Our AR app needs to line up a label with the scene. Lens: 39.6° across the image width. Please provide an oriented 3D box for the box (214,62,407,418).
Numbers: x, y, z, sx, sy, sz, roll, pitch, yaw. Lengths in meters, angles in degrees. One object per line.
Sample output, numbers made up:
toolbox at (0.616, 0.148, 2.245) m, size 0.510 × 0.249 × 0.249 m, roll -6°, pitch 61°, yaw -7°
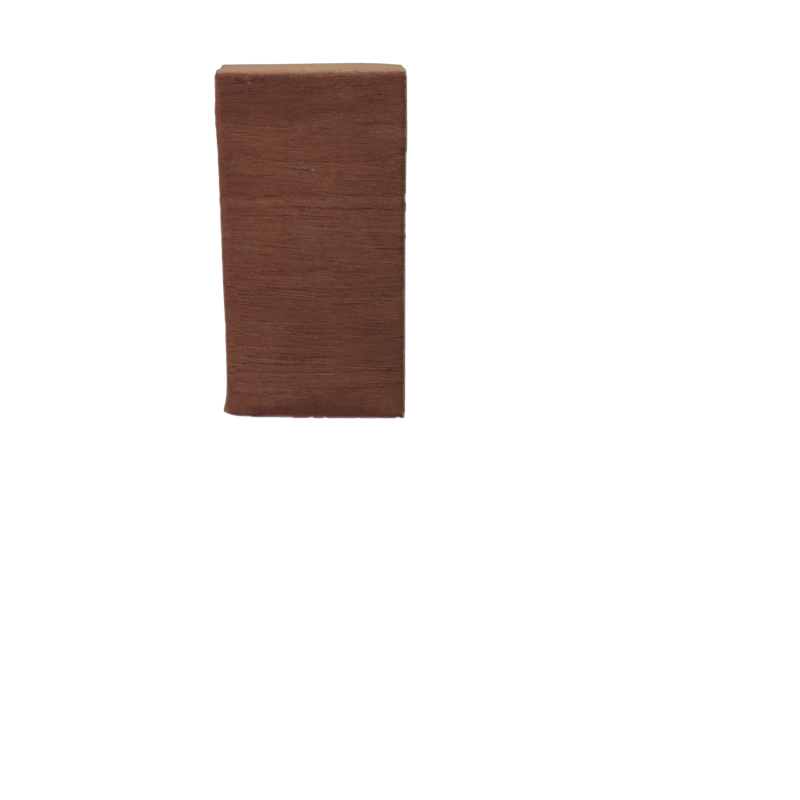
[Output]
box at (-0.043, -0.080, 0.557) m, size 0.093 × 0.171 × 0.049 m, roll 1°, pitch 13°, yaw 0°
